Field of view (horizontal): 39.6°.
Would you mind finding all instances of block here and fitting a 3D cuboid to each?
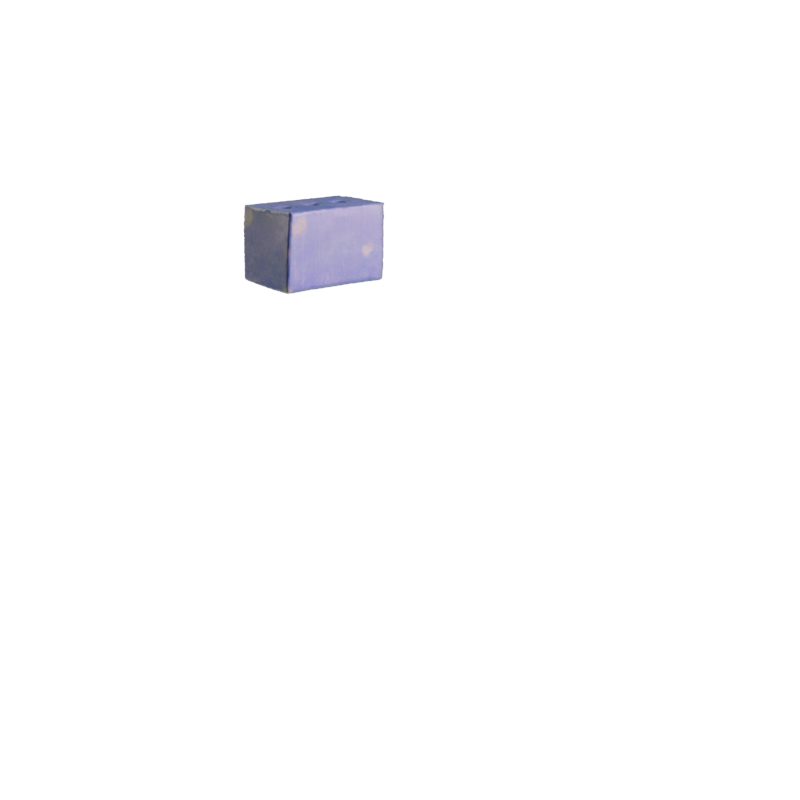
[{"bbox_3d":[-0.056,-0.103,0.719,0.076,0.050,0.056,-12,19,-38],"label":"block"}]
